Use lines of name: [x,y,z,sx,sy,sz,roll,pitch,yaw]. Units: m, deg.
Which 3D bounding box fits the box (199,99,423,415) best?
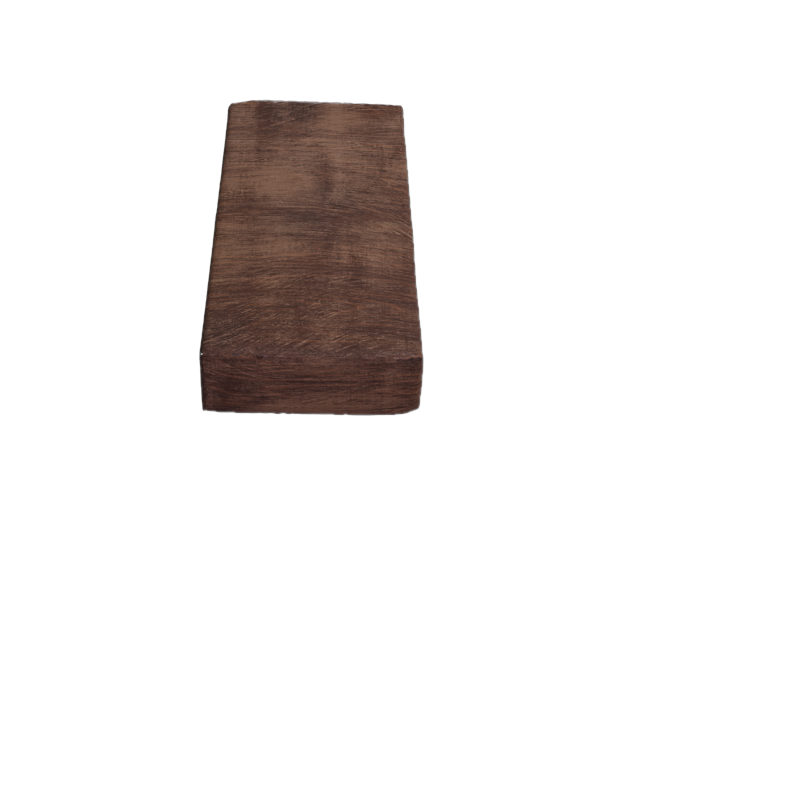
box: [-0.041,-0.074,0.519,0.093,0.189,0.045,0,-42,-4]
